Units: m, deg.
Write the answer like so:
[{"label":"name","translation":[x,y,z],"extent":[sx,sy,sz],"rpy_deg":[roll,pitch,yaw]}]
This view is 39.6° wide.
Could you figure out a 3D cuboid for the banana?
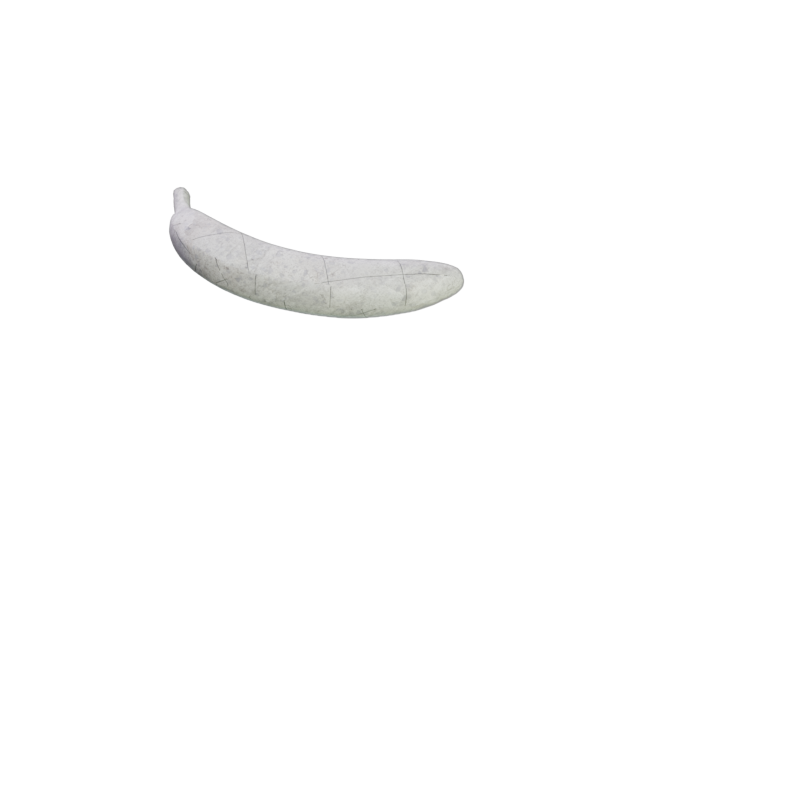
[{"label":"banana","translation":[-0.063,-0.084,0.674],"extent":[0.203,0.072,0.034],"rpy_deg":[19,-32,12]}]
